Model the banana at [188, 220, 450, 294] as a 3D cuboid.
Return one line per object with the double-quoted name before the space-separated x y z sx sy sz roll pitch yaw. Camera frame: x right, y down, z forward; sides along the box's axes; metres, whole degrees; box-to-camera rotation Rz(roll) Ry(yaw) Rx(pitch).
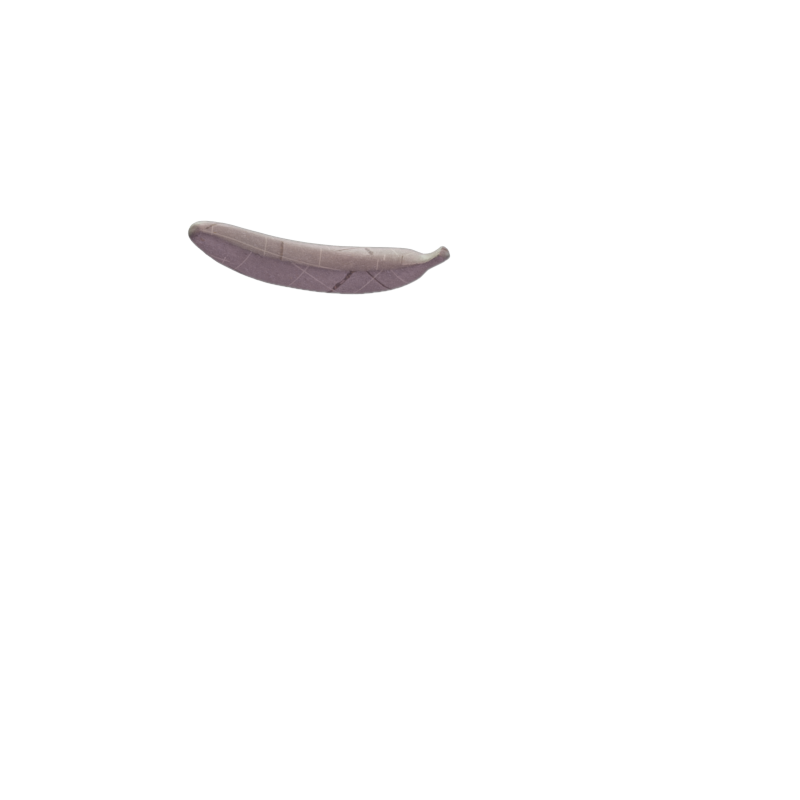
"banana" -0.066 -0.111 0.861 0.196 0.039 0.065 3 -34 -5
